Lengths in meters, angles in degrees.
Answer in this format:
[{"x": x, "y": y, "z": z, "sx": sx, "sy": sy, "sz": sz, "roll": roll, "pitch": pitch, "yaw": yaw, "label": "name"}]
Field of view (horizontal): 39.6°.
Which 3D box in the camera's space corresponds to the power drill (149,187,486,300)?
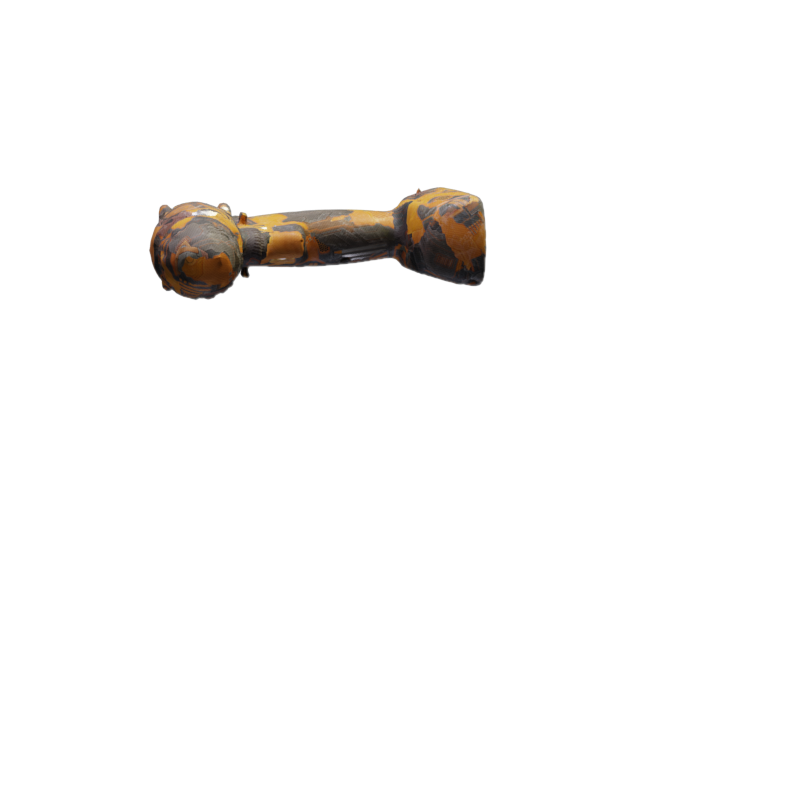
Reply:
[{"x": -0.050, "y": -0.092, "z": 0.641, "sx": 0.185, "sy": 0.056, "sz": 0.191, "roll": -2, "pitch": 14, "yaw": -10, "label": "power drill"}]
